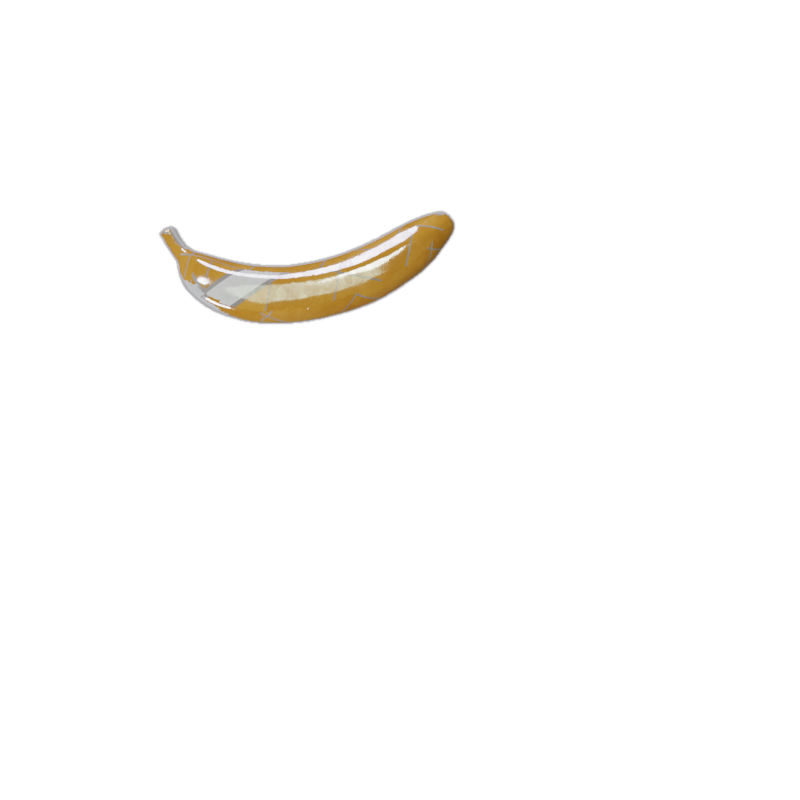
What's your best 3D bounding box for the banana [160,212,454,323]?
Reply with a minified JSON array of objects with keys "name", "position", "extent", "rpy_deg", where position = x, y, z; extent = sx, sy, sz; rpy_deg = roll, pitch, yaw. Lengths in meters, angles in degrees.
[{"name":"banana","position":[-0.061,-0.086,0.735],"extent":[0.197,0.070,0.036],"rpy_deg":[-3,-4,0]}]
